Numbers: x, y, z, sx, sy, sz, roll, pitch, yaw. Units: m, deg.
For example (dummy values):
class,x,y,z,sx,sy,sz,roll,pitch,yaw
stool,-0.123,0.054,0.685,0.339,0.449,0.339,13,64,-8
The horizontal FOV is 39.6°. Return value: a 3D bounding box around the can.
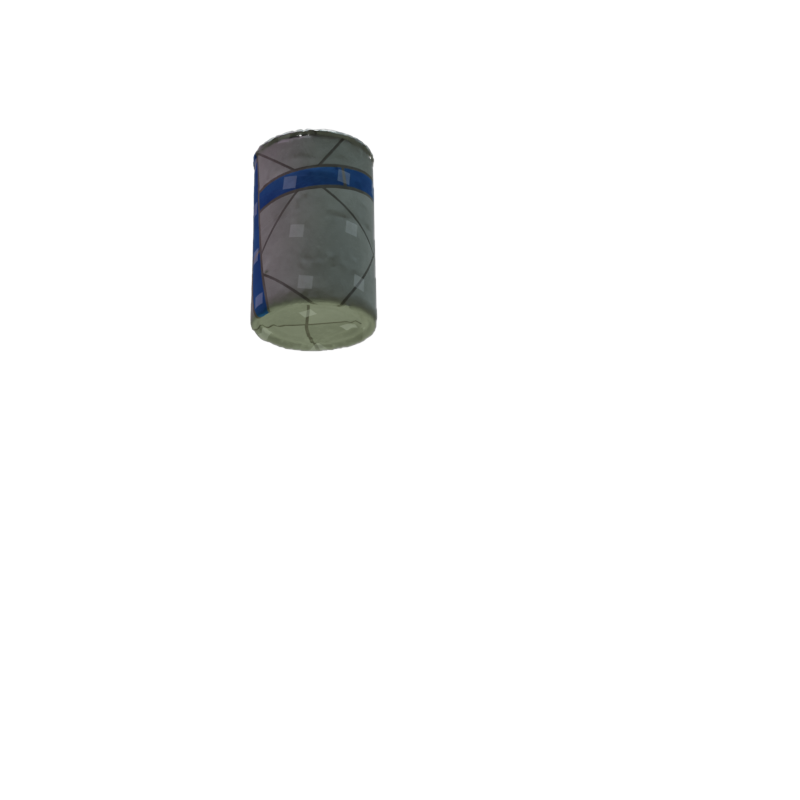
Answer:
class,x,y,z,sx,sy,sz,roll,pitch,yaw
can,-0.047,-0.085,0.599,0.068,0.108,0.065,0,-24,-2
